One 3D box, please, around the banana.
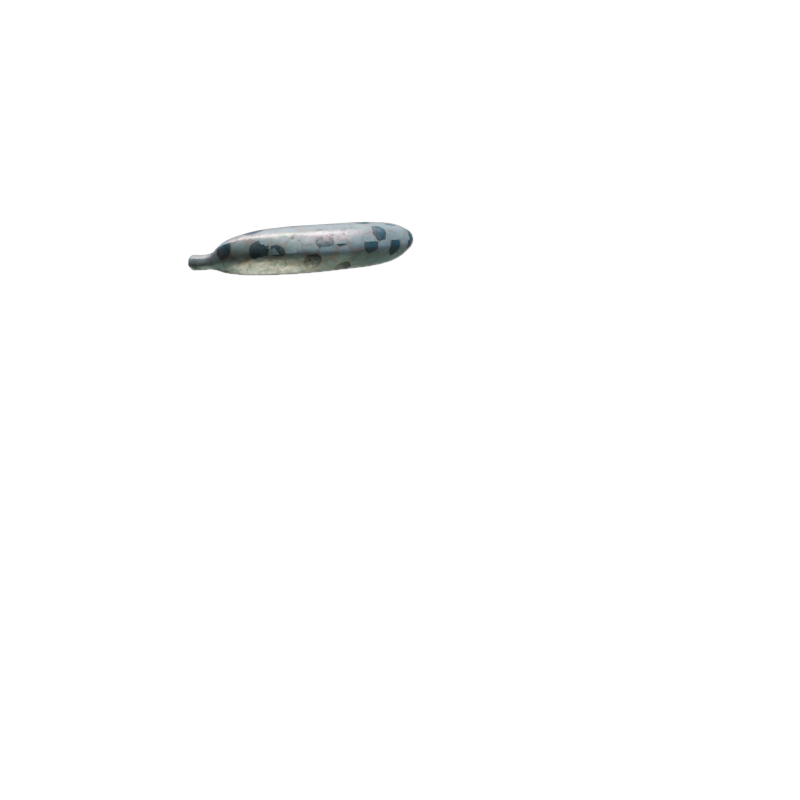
[{"bbox_3d":[-0.065,-0.123,0.880,0.193,0.036,0.073,-8,17,-25],"label":"banana"}]
